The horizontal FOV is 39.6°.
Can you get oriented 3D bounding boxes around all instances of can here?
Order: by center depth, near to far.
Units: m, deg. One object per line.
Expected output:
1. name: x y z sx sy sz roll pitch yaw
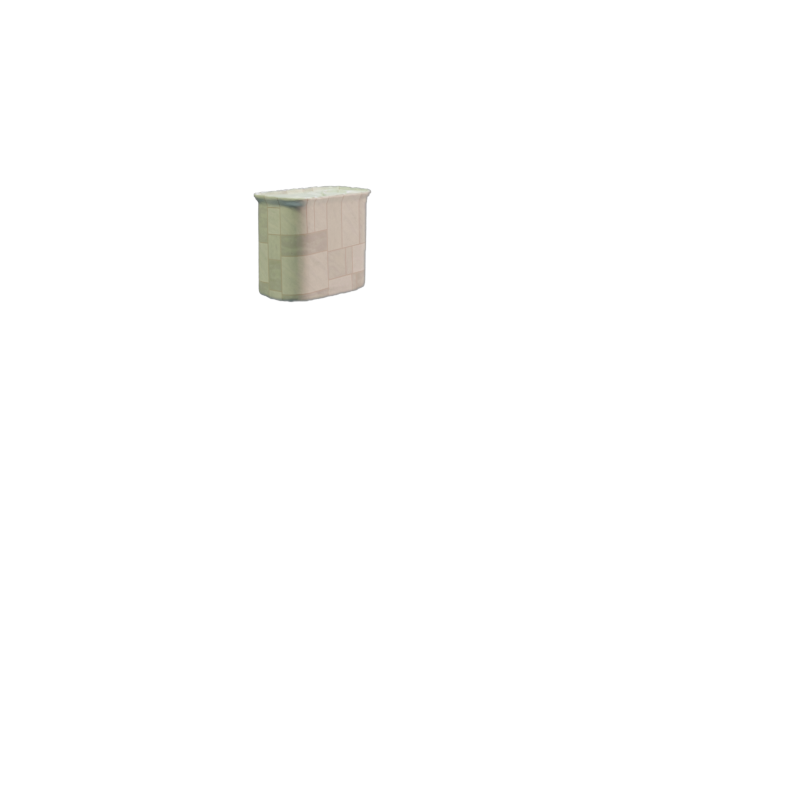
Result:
1. can: -0.071 -0.130 0.910 0.060 0.082 0.100 10 16 39
